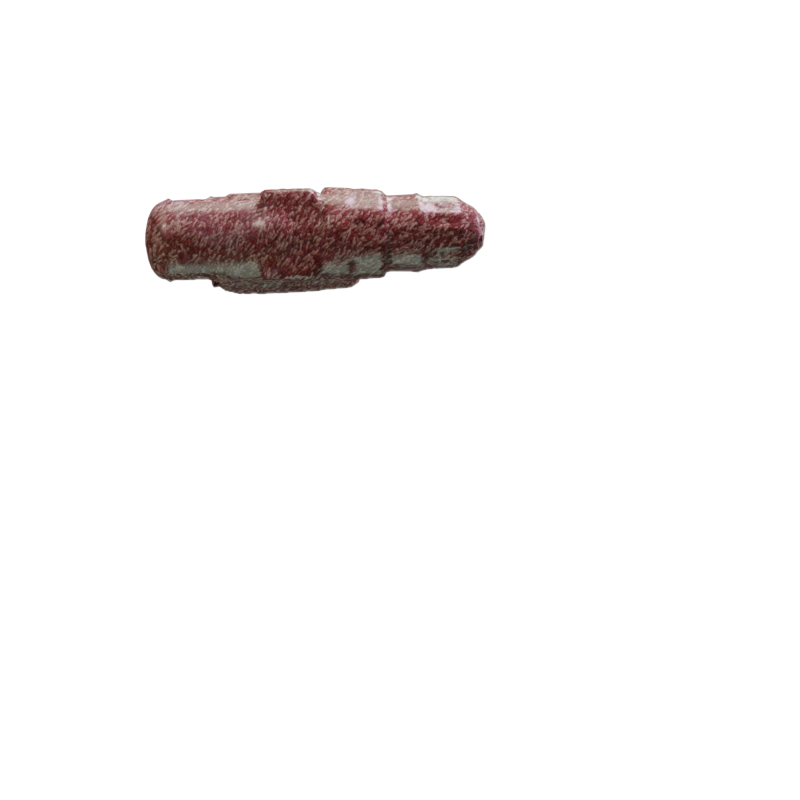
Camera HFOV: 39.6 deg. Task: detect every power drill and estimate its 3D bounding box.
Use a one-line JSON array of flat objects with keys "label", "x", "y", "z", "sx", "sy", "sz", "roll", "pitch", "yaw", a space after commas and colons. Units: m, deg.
[{"label": "power drill", "x": -0.053, "y": -0.096, "z": 0.673, "sx": 0.184, "sy": 0.058, "sz": 0.188, "roll": 0, "pitch": 2, "yaw": -3}]
